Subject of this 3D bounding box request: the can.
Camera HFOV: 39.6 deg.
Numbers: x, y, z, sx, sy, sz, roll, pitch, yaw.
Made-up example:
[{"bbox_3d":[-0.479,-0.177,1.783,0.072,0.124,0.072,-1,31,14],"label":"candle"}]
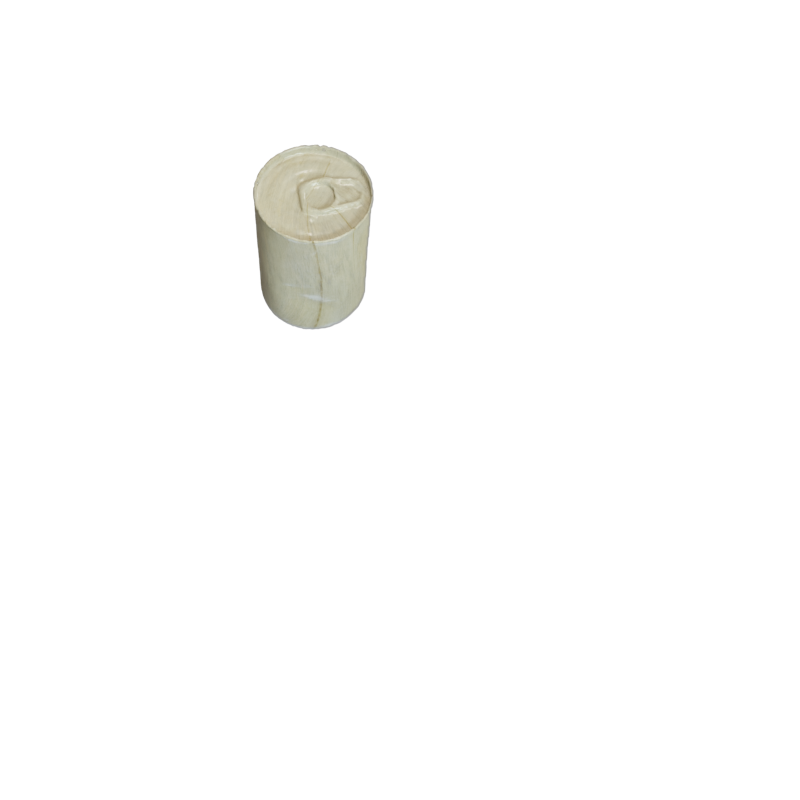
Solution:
[{"bbox_3d":[-0.052,-0.095,0.664,0.068,0.073,0.096,0,-29,-3],"label":"can"}]
